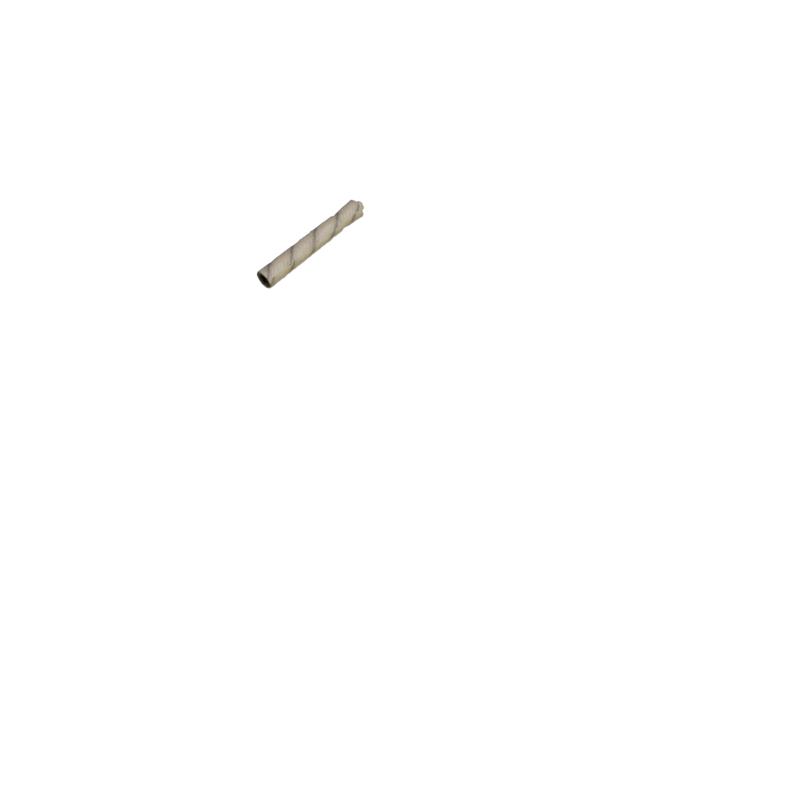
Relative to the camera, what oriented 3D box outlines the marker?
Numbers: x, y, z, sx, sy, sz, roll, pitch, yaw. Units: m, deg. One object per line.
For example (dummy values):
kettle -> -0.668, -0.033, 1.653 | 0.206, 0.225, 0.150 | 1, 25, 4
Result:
marker -> -0.078, -0.142, 0.996 | 0.122, 0.019, 0.020 | -41, 23, -23
